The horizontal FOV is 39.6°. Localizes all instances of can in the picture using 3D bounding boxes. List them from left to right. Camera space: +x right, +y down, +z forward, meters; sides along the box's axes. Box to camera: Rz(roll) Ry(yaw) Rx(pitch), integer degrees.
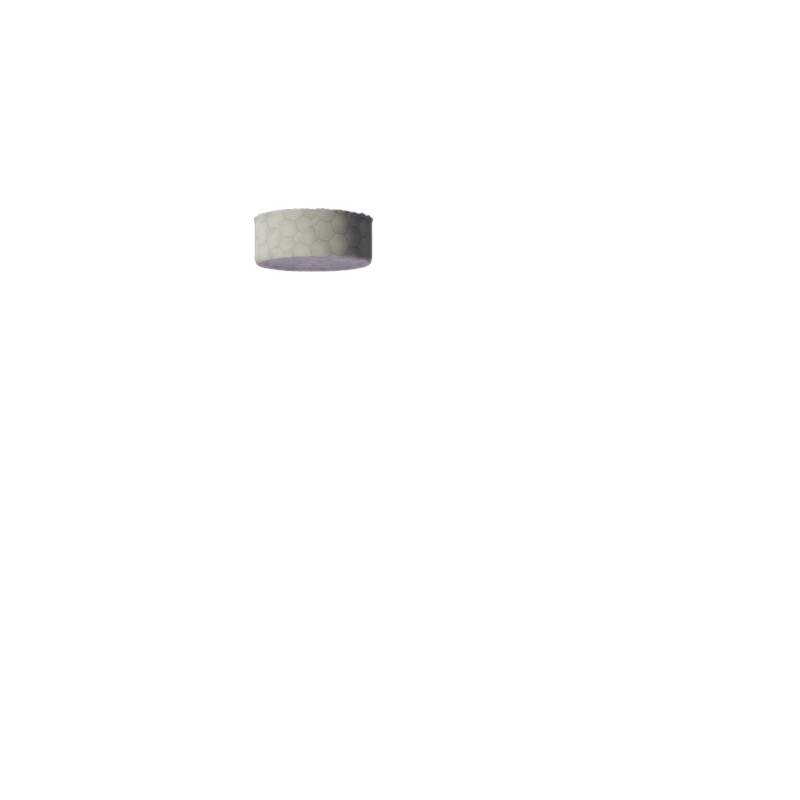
[{"bbox_3d":[-0.062,-0.113,0.795,0.086,0.034,0.085,0,-2,-2],"label":"can"}]
